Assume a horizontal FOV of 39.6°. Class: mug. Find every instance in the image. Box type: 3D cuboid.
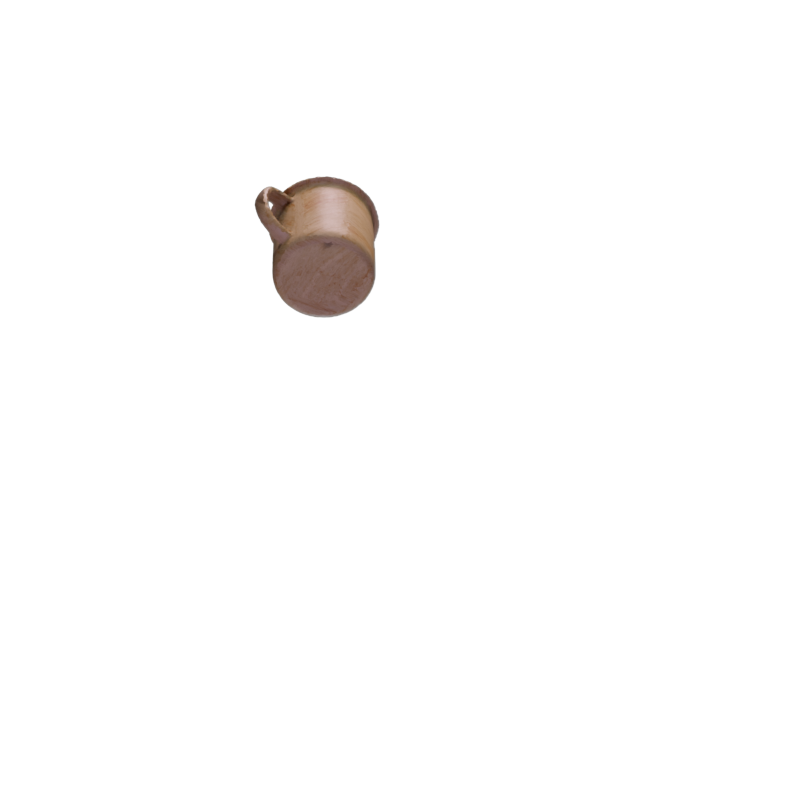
[{"bbox_3d":[-0.070,-0.127,0.891,0.092,0.087,0.111,-38,-61,23],"label":"mug"}]
